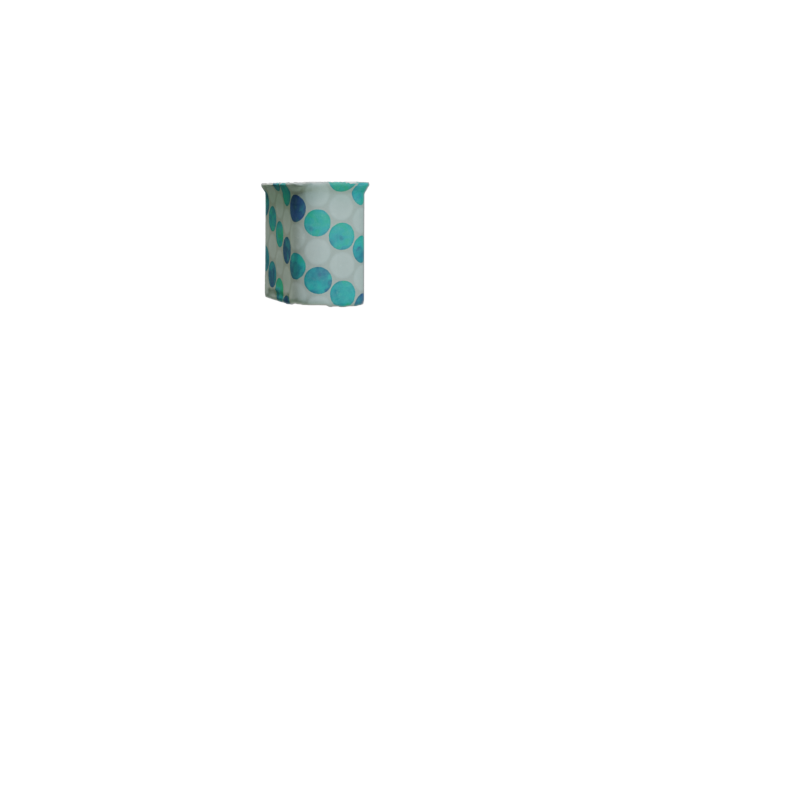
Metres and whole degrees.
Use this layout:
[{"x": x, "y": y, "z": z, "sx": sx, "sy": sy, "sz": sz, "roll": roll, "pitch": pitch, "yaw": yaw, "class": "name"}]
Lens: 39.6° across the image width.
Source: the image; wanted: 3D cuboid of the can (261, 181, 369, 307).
[{"x": -0.061, "y": -0.111, "z": 0.781, "sx": 0.056, "sy": 0.083, "sz": 0.106, "roll": -2, "pitch": 8, "yaw": -21, "class": "can"}]
